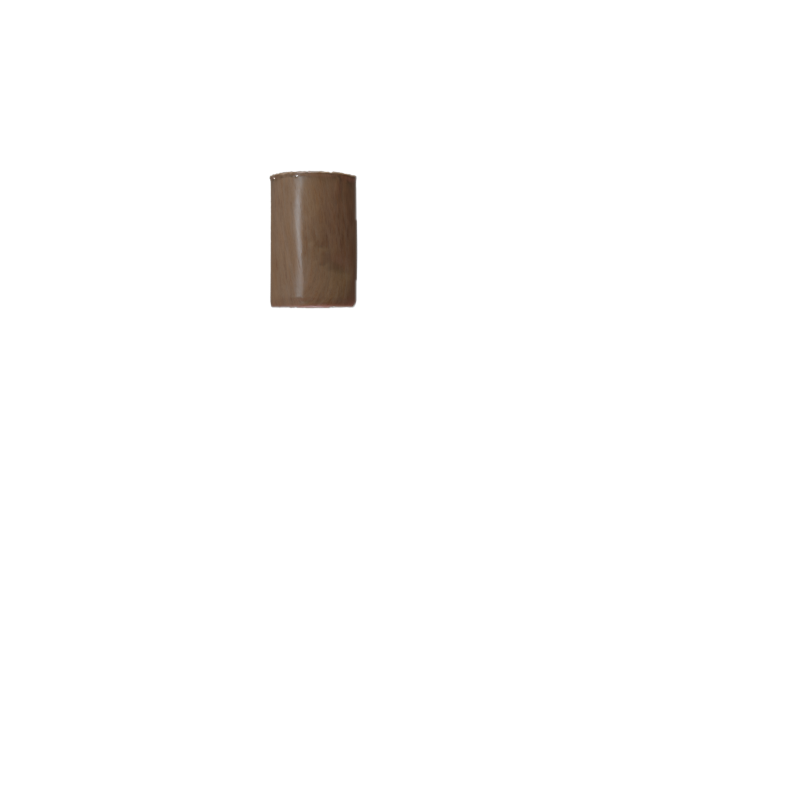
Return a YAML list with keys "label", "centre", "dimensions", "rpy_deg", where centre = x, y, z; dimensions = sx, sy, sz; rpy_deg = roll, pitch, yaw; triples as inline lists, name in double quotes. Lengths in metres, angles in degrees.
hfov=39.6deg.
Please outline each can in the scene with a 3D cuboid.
- label: "can"
  centre: [-0.067, -0.123, 0.858]
  dimensions: [0.068, 0.103, 0.068]
  rpy_deg: [0, -1, -2]
